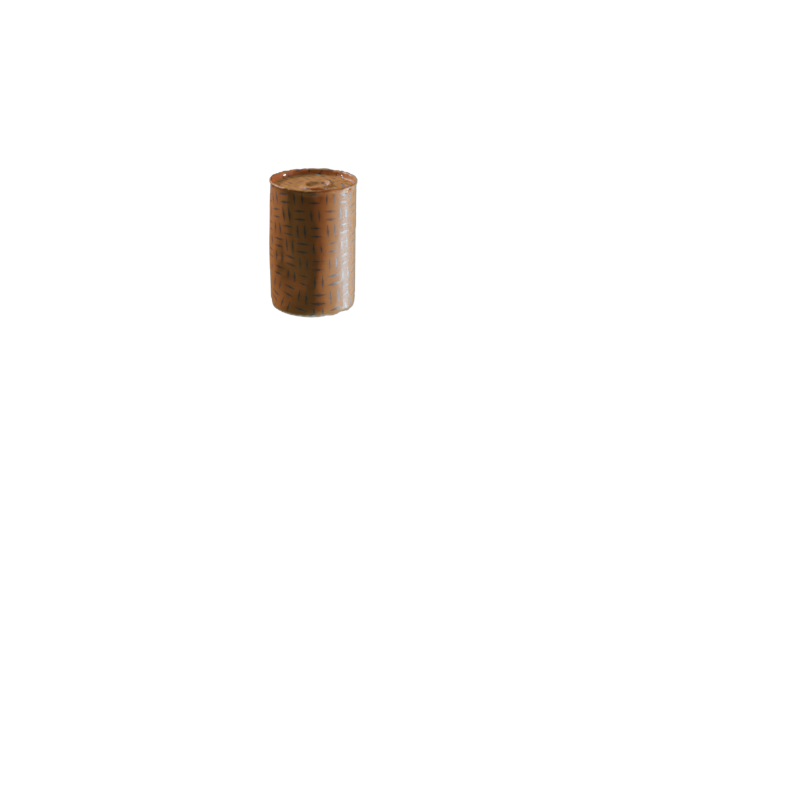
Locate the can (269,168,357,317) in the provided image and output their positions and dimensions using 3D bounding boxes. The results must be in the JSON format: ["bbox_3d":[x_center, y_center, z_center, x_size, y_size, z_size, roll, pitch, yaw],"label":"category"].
[{"bbox_3d":[-0.068,-0.123,0.864,0.068,0.098,0.072,0,21,-2],"label":"can"}]
